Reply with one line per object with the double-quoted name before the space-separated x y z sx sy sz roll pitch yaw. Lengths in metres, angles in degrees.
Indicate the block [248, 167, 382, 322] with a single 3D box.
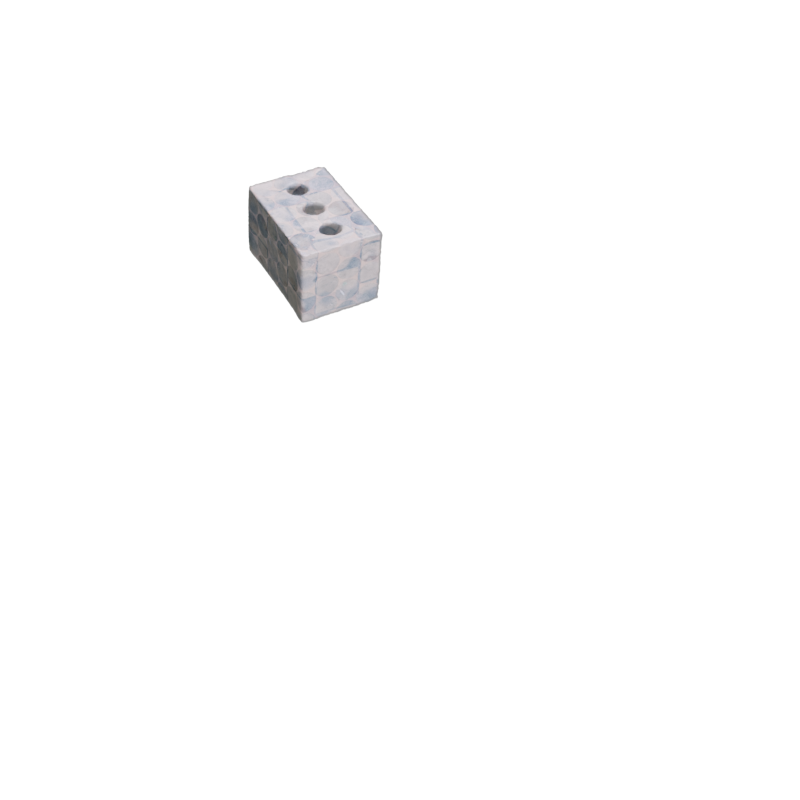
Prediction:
"block" -0.052 -0.094 0.659 0.052 0.048 0.084 -19 46 -21
